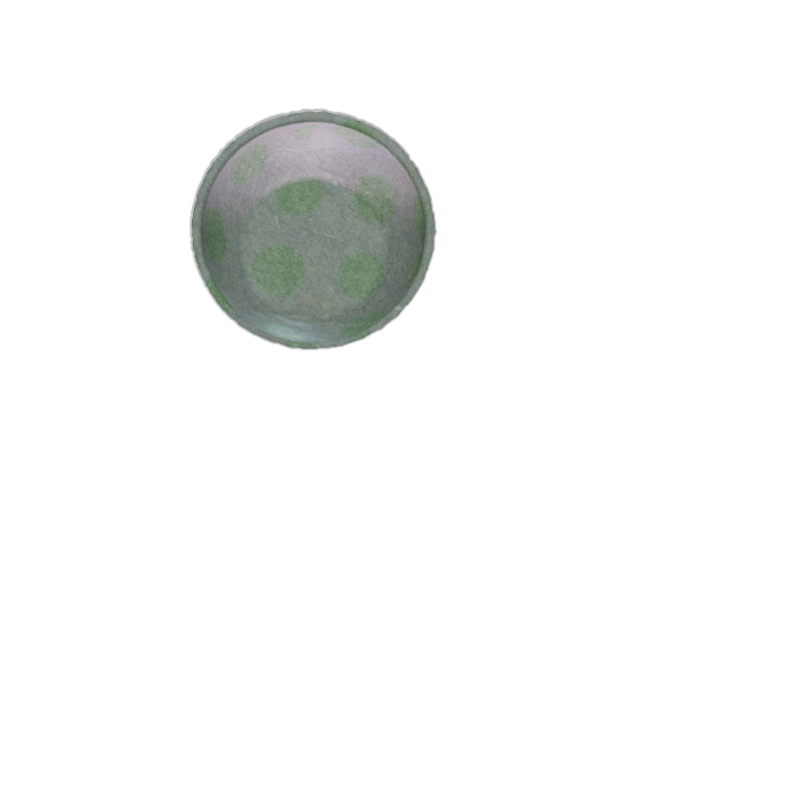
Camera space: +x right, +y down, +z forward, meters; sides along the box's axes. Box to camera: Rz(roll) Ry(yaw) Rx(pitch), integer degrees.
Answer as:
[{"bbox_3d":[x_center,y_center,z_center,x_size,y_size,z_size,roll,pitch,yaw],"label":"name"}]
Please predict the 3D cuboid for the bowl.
[{"bbox_3d":[-0.055,-0.101,0.708,0.162,0.157,0.057,0,15,-1],"label":"bowl"}]
